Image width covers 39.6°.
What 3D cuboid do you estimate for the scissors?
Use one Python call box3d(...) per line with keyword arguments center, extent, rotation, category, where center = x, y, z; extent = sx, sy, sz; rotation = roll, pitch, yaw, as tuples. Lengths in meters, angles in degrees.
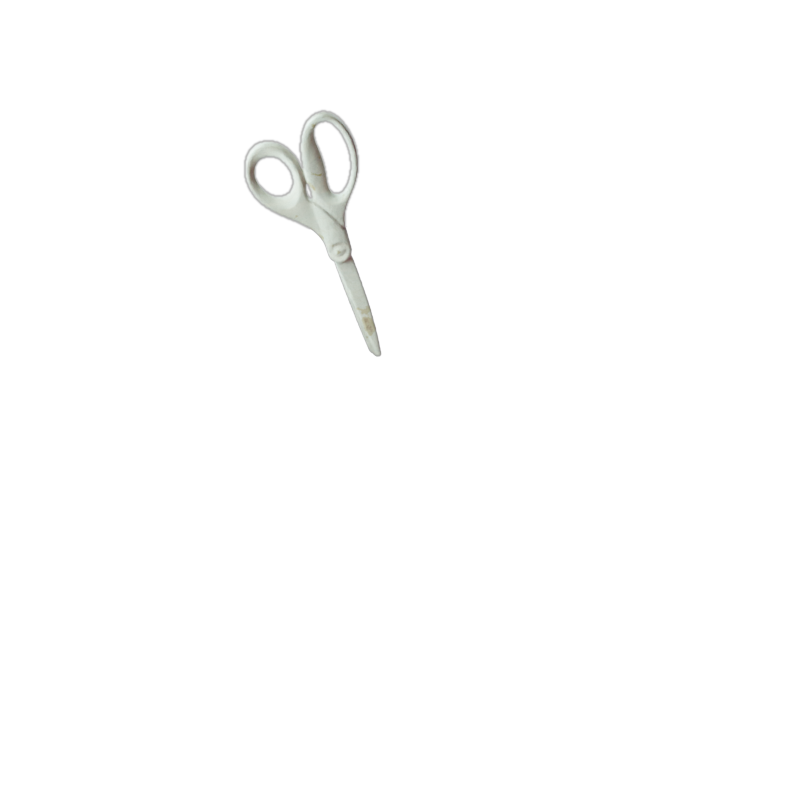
box3d(center=(-0.068, -0.123, 0.865), extent=(0.096, 0.193, 0.016), rotation=(-3, 18, 1), category="scissors")
